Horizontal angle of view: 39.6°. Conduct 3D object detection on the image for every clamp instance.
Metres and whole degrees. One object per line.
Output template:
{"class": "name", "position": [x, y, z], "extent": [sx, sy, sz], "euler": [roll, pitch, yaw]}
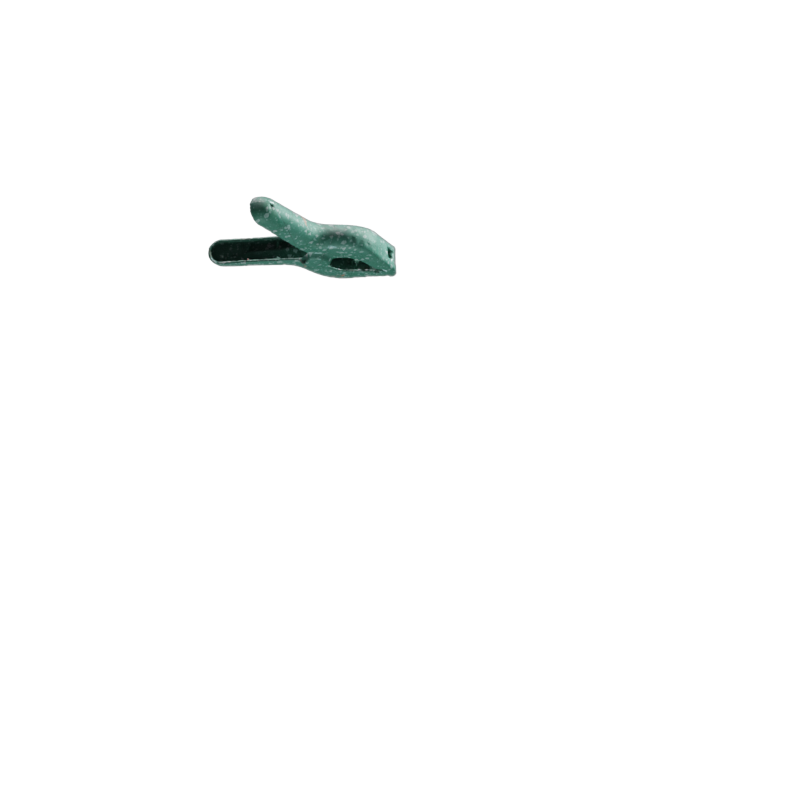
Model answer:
{"class": "clamp", "position": [-0.077, -0.141, 0.990], "extent": [0.168, 0.041, 0.119], "euler": [3, -11, -16]}
